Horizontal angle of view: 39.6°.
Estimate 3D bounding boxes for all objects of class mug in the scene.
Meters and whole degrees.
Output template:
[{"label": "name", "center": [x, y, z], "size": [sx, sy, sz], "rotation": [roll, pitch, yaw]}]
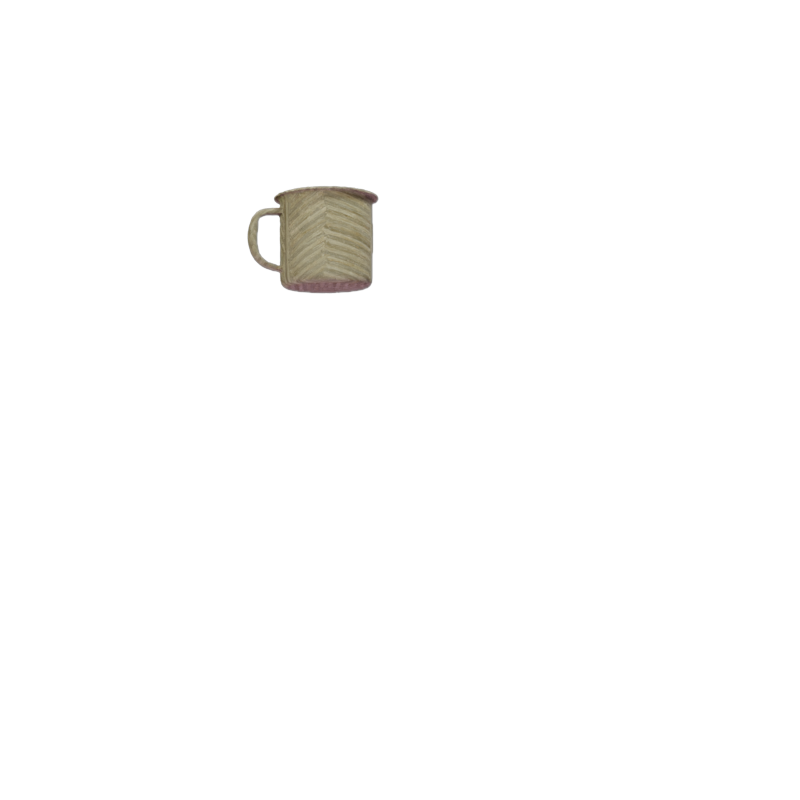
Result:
[{"label": "mug", "center": [-0.076, -0.139, 0.975], "size": [0.114, 0.083, 0.094], "rotation": [2, -6, -19]}]
